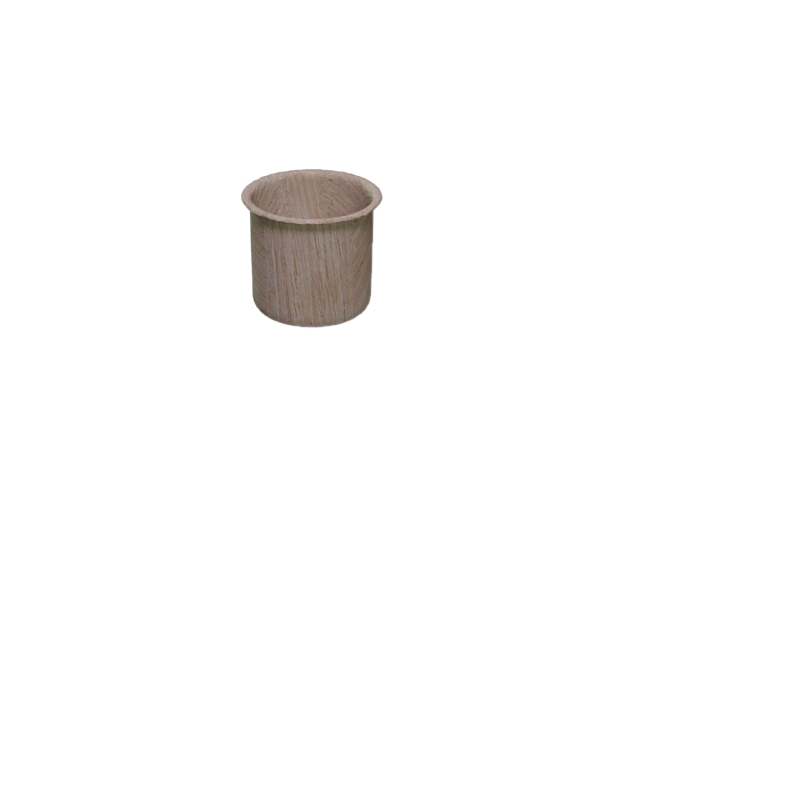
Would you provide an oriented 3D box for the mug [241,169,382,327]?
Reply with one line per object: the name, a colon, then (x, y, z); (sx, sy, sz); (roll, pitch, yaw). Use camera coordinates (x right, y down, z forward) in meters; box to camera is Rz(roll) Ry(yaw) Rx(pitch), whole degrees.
mug: (-0.059, -0.108, 0.757); (0.094, 0.077, 0.124); (2, 29, 2)
